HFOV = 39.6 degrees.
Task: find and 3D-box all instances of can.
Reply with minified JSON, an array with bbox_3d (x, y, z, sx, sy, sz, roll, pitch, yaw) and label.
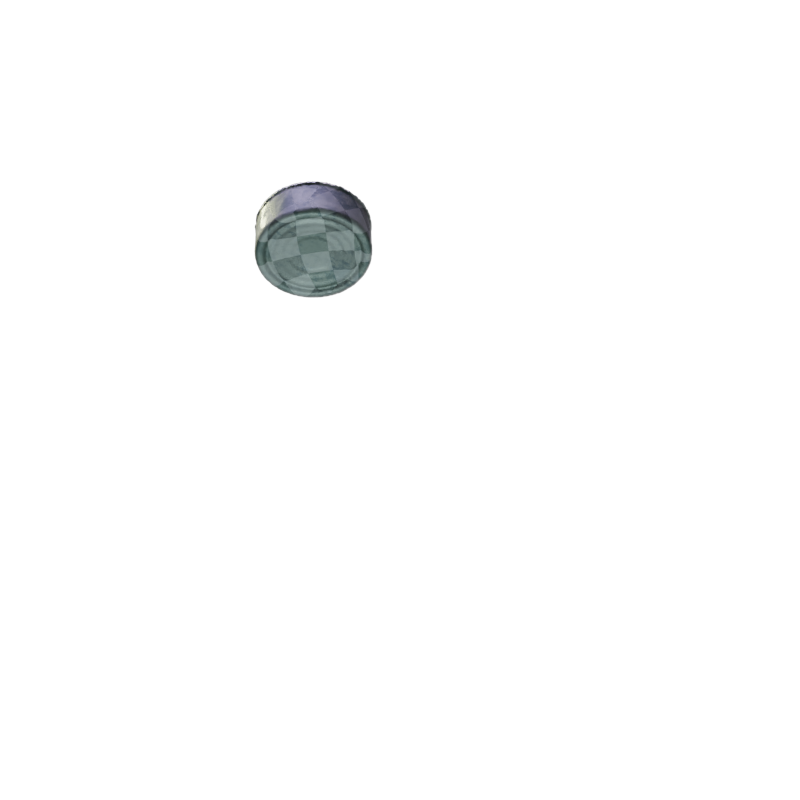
[{"bbox_3d":[-0.063,-0.115,0.803,0.086,0.036,0.080,1,-45,-1],"label":"can"}]
